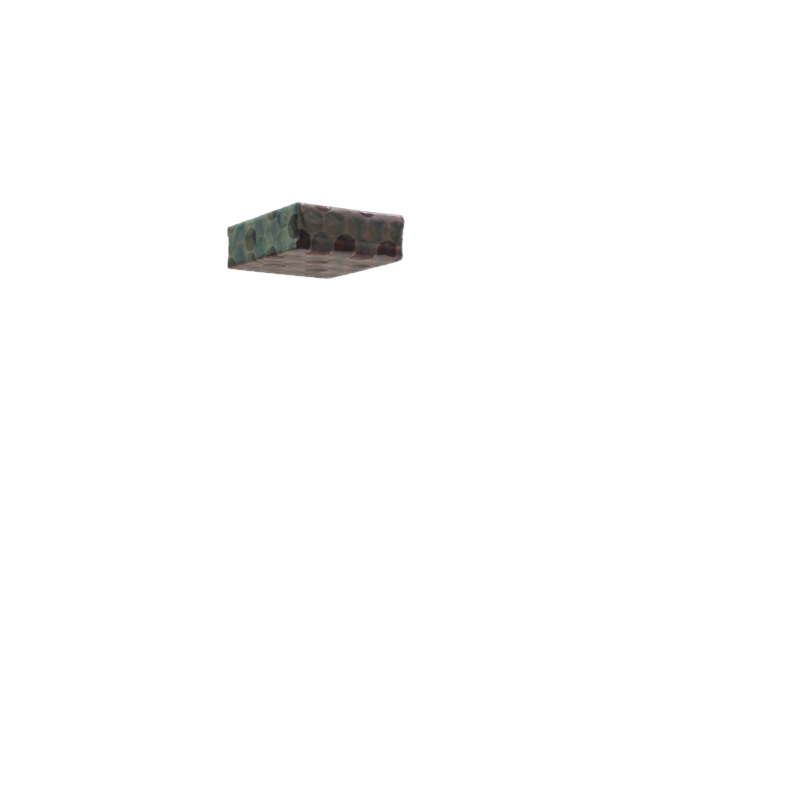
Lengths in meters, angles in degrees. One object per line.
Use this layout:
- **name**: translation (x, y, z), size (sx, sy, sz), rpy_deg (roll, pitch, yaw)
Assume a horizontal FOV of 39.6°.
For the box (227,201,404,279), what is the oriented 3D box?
- **box**: translation (-0.052, -0.094, 0.660), size (0.070, 0.031, 0.091), rpy_deg (2, -4, -33)
